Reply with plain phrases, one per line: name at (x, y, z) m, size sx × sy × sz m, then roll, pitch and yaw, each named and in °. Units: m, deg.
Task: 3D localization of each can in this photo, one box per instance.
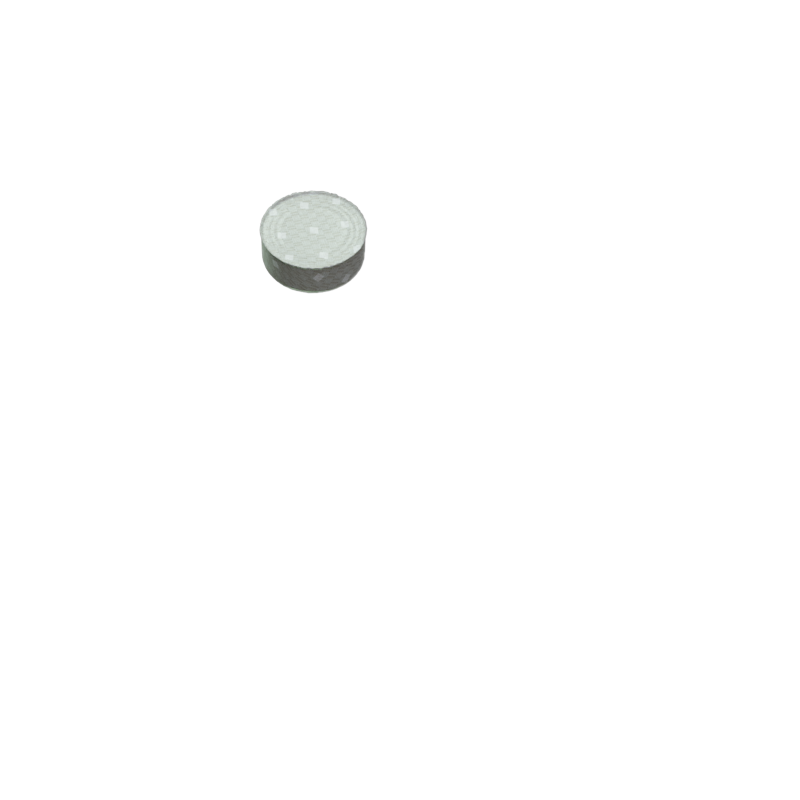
can at (-0.070, -0.128, 0.897) m, size 0.086 × 0.092 × 0.031 m, roll -1°, pitch -39°, yaw -1°
